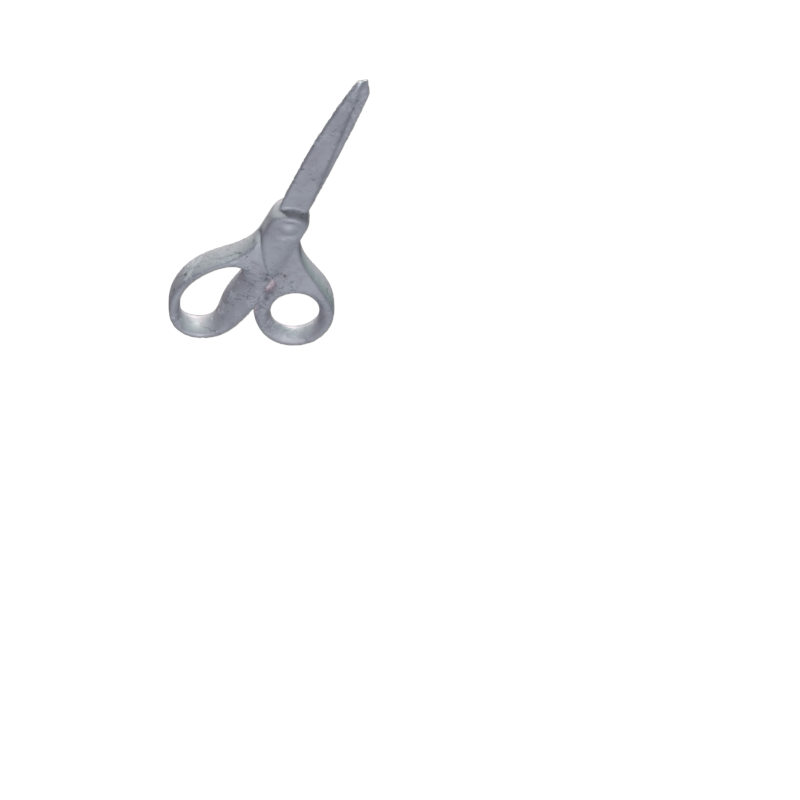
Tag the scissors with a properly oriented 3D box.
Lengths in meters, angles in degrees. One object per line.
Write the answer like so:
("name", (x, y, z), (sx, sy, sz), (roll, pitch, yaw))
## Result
("scissors", (-0.043, -0.078, 0.546), (0.091, 0.017, 0.199), (23, -39, -32))
